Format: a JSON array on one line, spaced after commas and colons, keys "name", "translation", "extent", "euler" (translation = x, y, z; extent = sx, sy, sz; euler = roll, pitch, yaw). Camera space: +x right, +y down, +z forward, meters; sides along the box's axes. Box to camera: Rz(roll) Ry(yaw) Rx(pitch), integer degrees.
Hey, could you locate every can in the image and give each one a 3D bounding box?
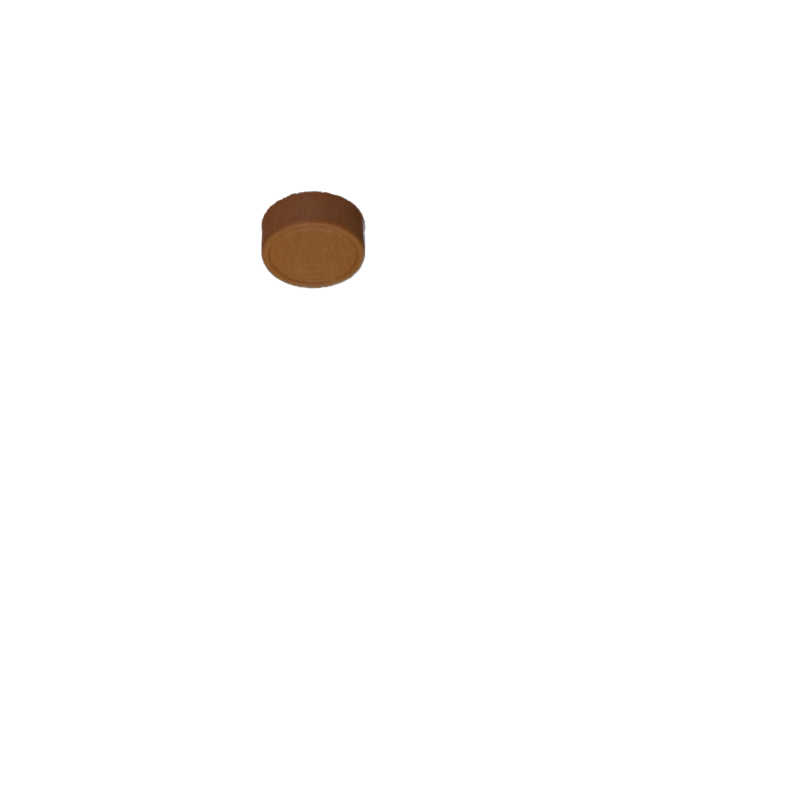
[{"name": "can", "translation": [-0.071, -0.129, 0.901], "extent": [0.086, 0.036, 0.080], "euler": [1, -36, -2]}]
